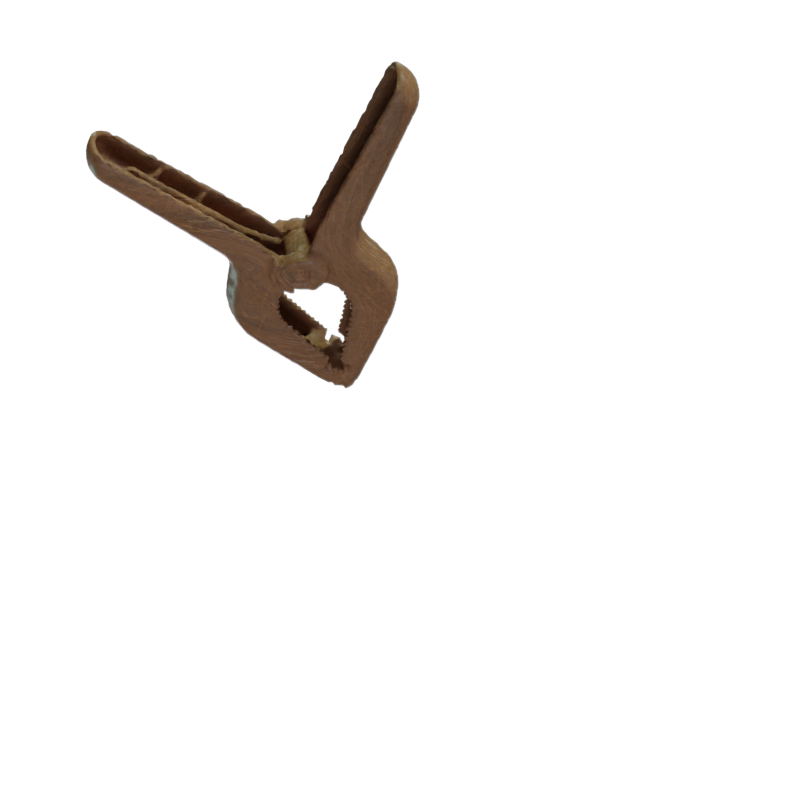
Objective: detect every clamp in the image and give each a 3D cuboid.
[{"bbox_3d":[-0.046,-0.084,0.586,0.166,0.039,0.194,-14,-44,15],"label":"clamp"}]
